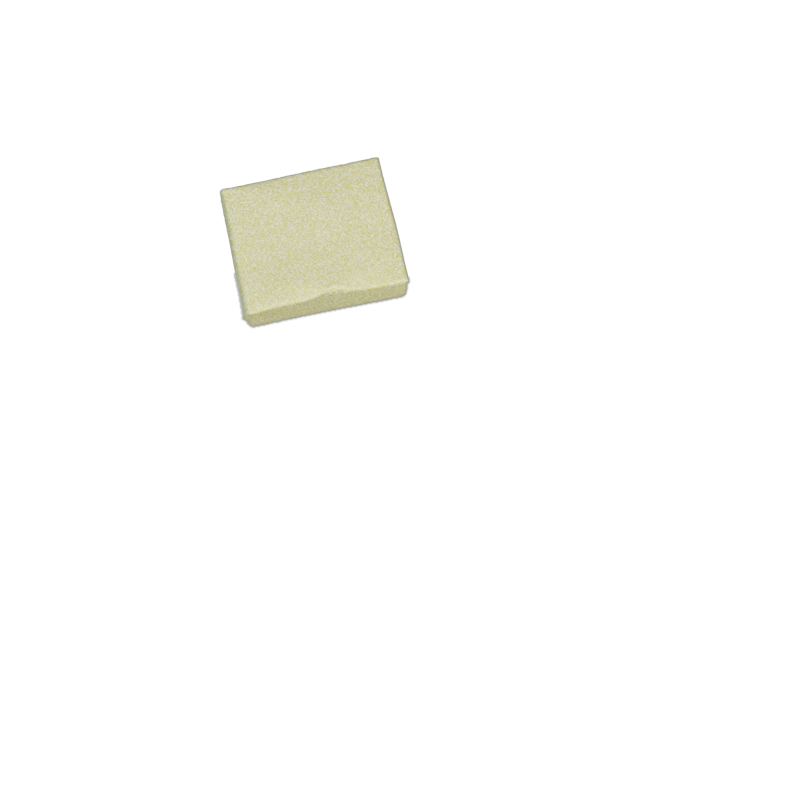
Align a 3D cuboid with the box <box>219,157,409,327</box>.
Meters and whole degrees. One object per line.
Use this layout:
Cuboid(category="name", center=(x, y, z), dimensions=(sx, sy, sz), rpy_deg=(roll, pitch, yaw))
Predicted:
Cuboid(category="box", center=(-0.047, -0.085, 0.593), dimensions=(0.089, 0.077, 0.029), rpy_deg=(-12, -18, -4))
